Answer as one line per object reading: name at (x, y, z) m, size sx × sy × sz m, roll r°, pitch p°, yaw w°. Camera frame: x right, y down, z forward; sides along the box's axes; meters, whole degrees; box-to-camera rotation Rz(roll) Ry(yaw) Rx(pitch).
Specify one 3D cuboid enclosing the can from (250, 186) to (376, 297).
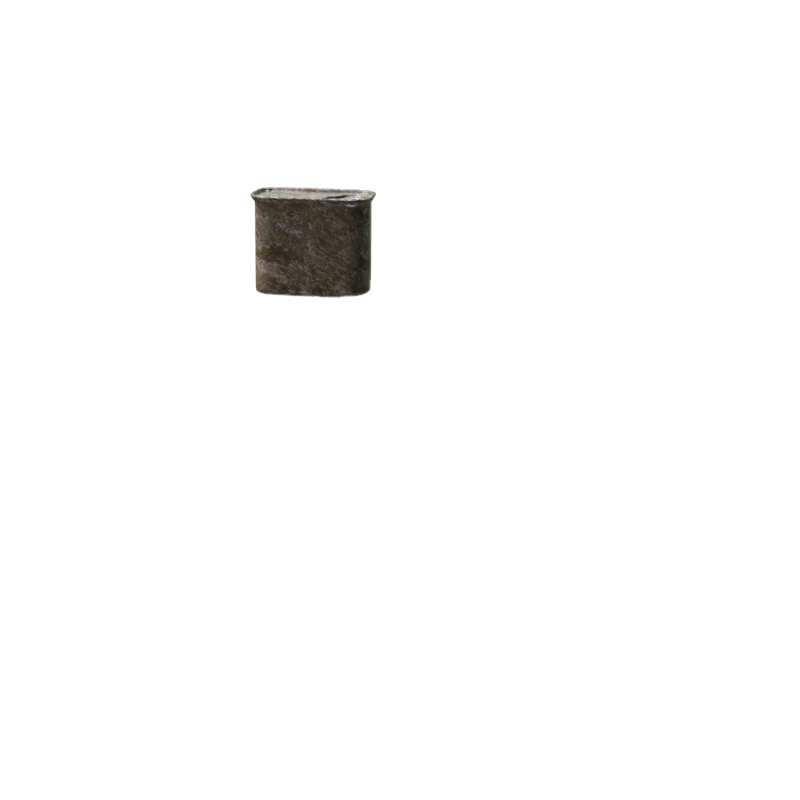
can at (-0.073, -0.133, 0.931) m, size 0.103 × 0.081 × 0.058 m, roll 3°, pitch 14°, yaw 11°
